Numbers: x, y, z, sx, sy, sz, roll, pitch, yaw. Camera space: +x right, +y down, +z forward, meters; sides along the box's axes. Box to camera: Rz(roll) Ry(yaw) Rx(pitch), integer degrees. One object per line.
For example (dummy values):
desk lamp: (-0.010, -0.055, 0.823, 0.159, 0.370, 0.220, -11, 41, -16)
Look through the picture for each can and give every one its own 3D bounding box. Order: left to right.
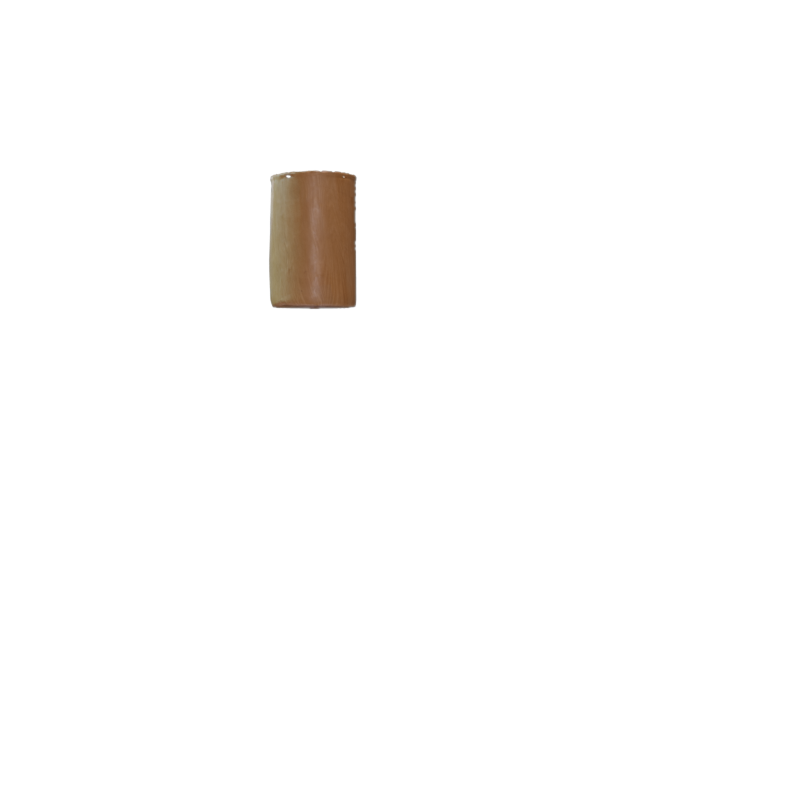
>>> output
can: (-0.068, -0.123, 0.863, 0.068, 0.103, 0.068, 0, -3, -2)
